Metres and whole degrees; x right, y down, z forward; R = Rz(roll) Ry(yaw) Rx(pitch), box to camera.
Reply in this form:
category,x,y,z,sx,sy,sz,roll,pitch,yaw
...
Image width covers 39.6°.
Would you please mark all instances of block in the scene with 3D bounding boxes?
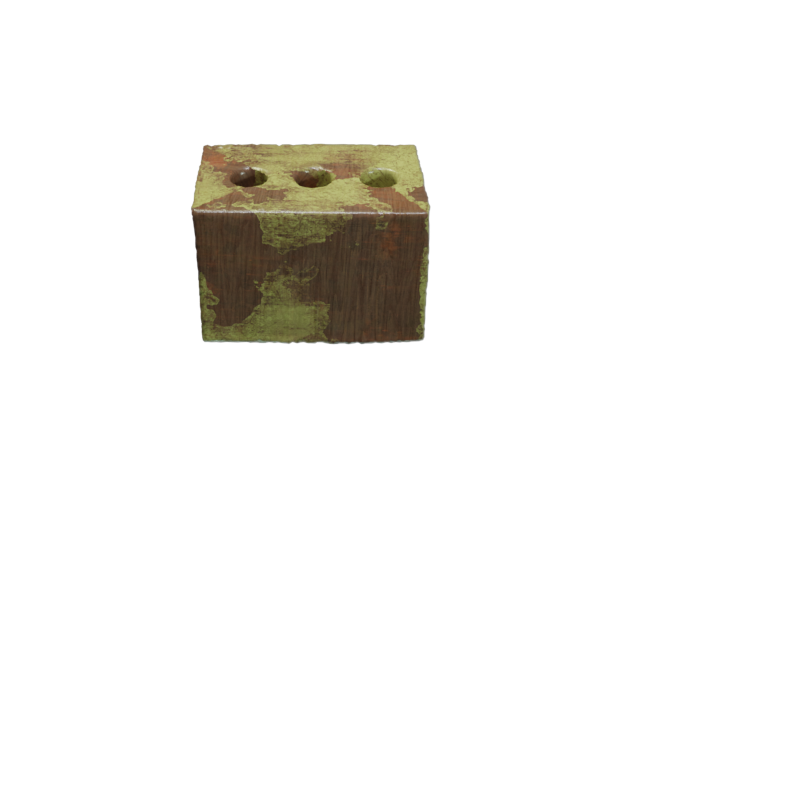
category,x,y,z,sx,sy,sz,roll,pitch,yaw
block,-0.030,-0.055,0.382,0.078,0.048,0.056,0,33,-2
